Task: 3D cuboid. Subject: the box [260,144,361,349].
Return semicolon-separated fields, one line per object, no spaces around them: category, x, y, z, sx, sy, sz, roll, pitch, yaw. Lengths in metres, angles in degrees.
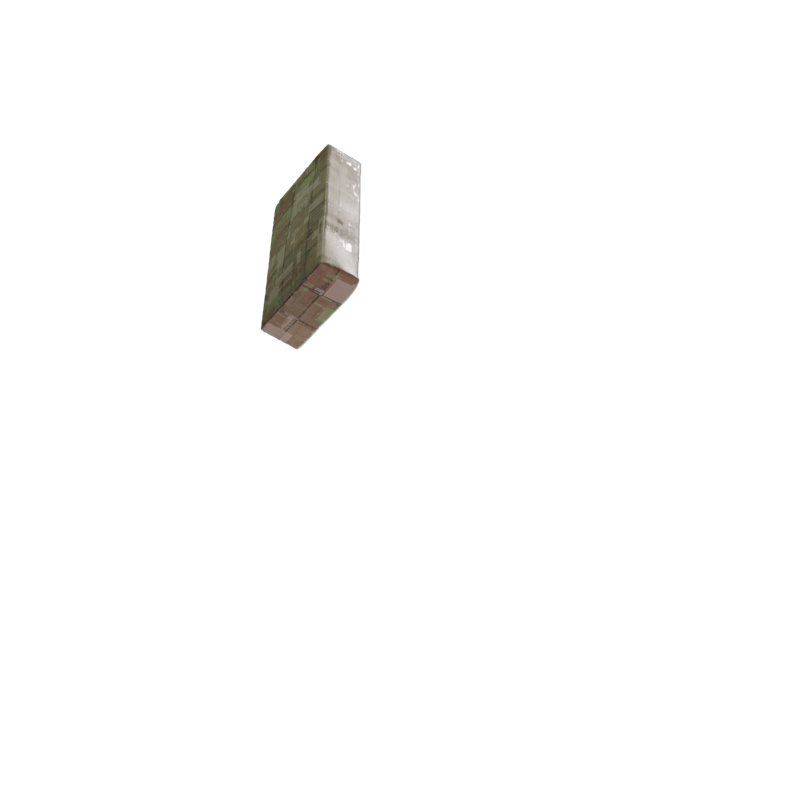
box;-0.077;-0.139;0.973;0.046;0.189;0.091;28;-55;-27
